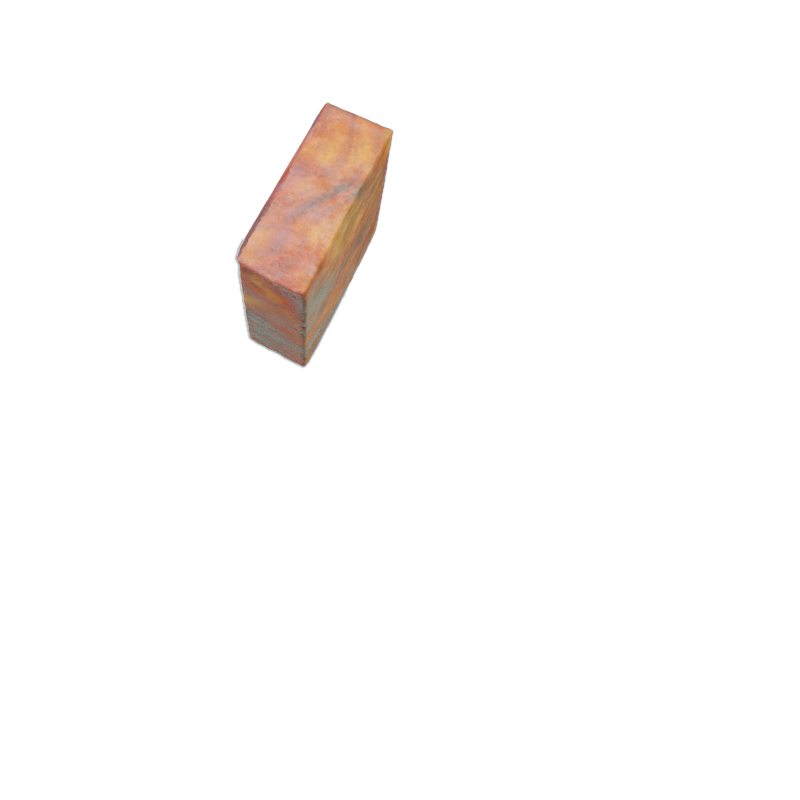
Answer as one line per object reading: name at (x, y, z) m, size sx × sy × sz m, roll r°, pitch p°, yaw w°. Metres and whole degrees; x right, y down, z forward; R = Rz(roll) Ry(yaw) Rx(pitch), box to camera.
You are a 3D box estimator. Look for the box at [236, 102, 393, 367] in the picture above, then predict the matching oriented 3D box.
box at (-0.077, -0.141, 0.988) m, size 0.073 × 0.169 × 0.205 m, roll 25°, pitch -17°, yaw 3°
